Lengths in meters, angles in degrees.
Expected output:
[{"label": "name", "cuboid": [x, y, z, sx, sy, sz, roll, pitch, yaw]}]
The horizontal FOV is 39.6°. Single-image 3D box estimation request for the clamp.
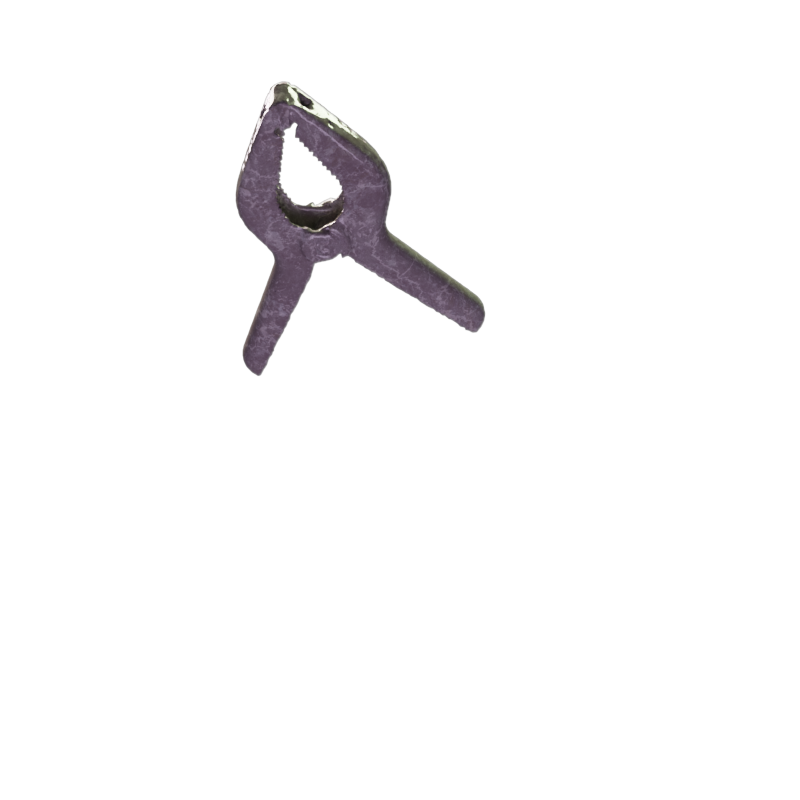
[{"label": "clamp", "cuboid": [-0.054, -0.099, 0.694, 0.165, 0.195, 0.039, -17, 37, 13]}]
